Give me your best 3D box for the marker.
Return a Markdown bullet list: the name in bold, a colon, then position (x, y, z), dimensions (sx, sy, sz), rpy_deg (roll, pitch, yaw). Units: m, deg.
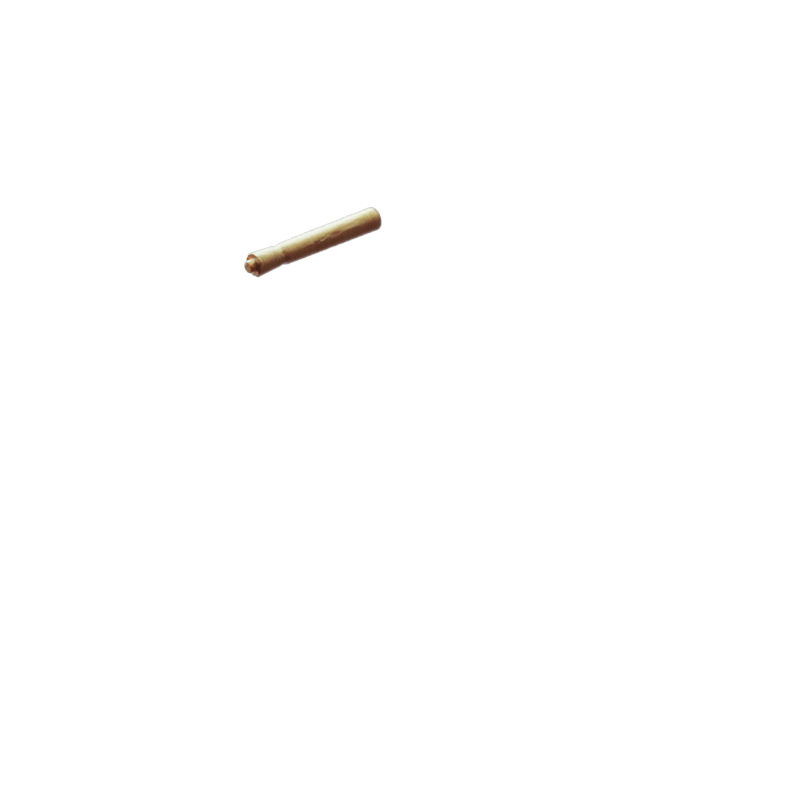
- **marker**: position (-0.065, -0.118, 0.826), dimensions (0.120, 0.019, 0.021), rpy_deg (-27, 19, -33)
